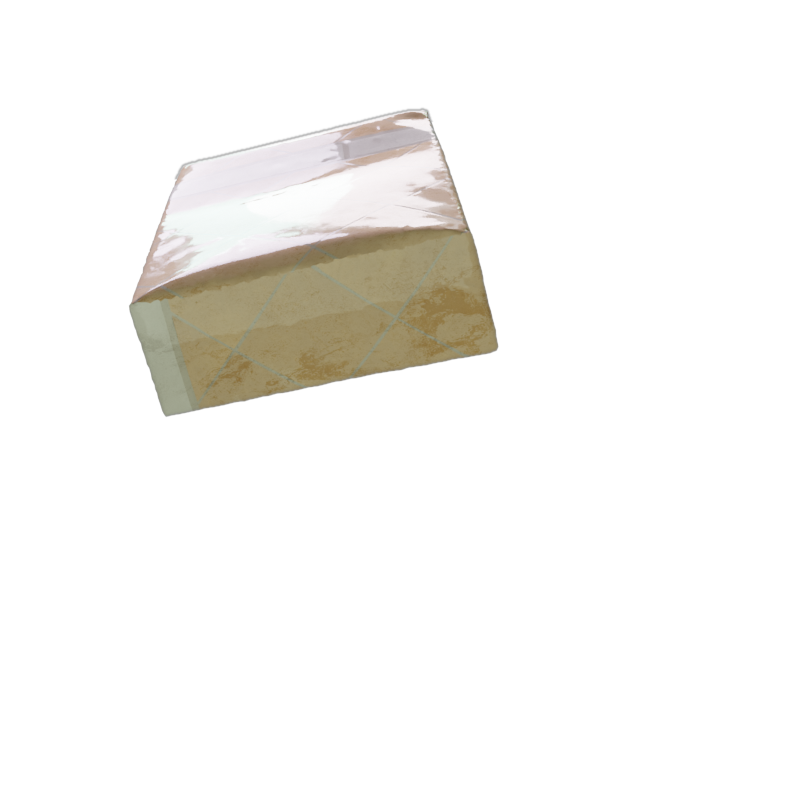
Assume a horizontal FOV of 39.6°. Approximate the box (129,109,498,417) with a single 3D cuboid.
[{"bbox_3d":[-0.047,-0.087,0.606,0.165,0.068,0.226,-12,29,3],"label":"box"}]
